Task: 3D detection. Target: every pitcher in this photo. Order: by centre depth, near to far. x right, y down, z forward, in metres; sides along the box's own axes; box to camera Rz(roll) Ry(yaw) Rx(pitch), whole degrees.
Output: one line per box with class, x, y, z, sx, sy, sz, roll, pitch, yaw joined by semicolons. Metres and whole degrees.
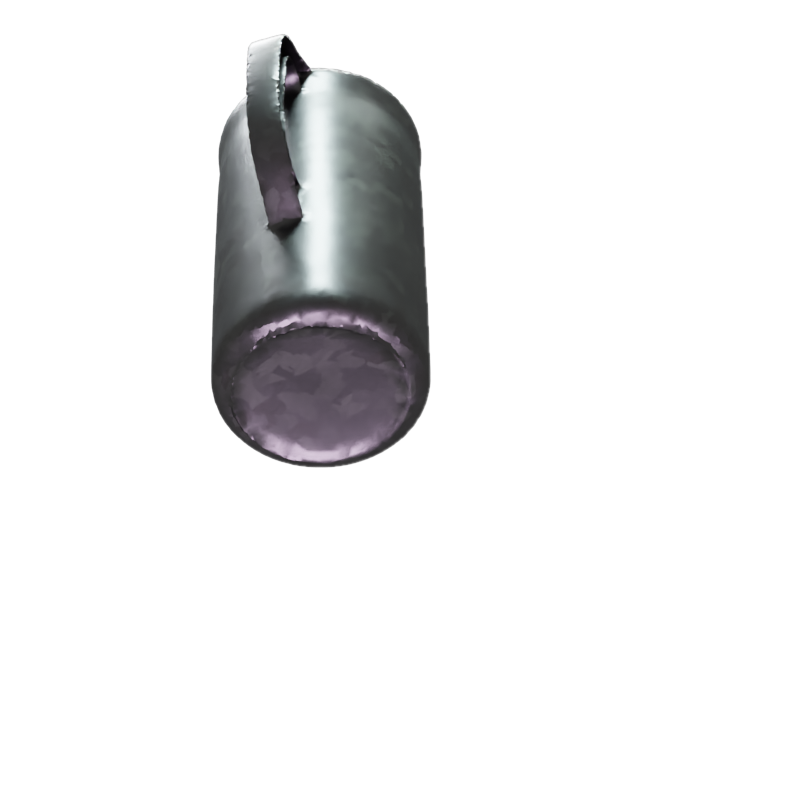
pitcher;-0.049;-0.090;0.629;0.144;0.140;0.260;23;33;-20
